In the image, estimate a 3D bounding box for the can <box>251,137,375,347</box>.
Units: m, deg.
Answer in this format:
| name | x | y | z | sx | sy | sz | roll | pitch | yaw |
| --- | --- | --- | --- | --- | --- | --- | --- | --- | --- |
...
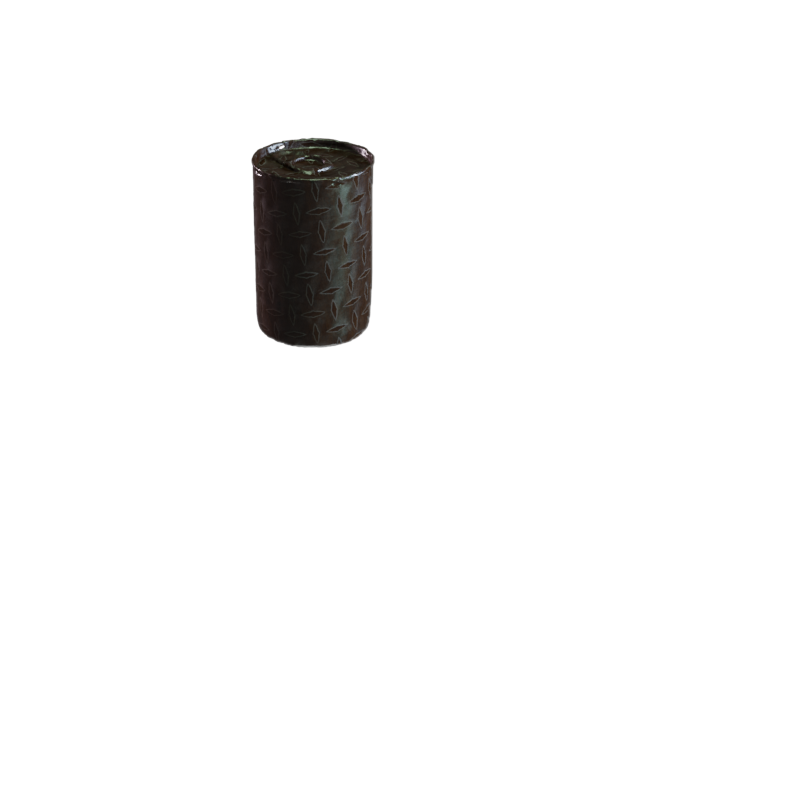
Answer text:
| name | x | y | z | sx | sy | sz | roll | pitch | yaw |
| --- | --- | --- | --- | --- | --- | --- | --- | --- | --- |
| can | -0.049 | -0.090 | 0.628 | 0.068 | 0.097 | 0.073 | 0 | 27 | -2 |
